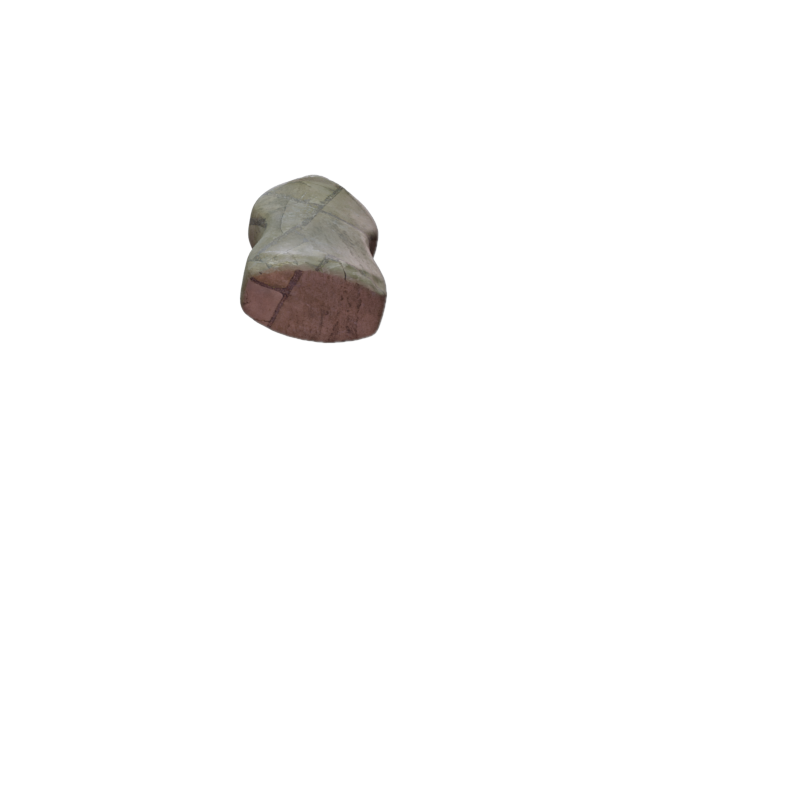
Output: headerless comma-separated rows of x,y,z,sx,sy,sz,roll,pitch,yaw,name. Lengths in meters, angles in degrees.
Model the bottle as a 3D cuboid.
-0.063,-0.116,0.807,0.095,0.055,0.204,7,32,-8,bottle
